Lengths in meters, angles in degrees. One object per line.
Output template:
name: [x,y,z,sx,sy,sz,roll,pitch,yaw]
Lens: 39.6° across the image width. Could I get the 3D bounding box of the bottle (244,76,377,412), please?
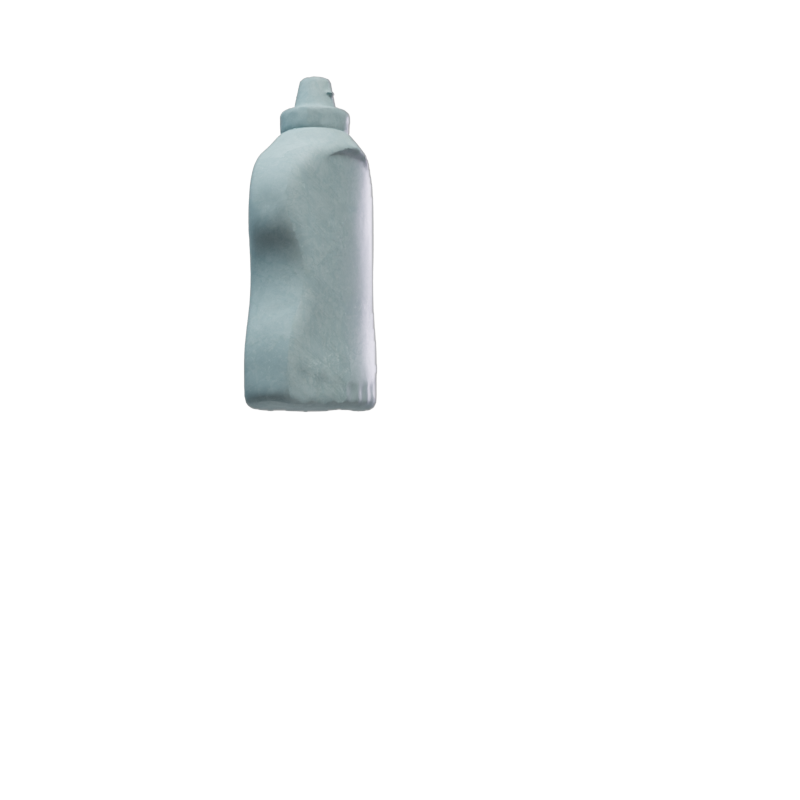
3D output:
bottle: [-0.049,-0.091,0.635,0.060,0.196,0.091,-6,-10,31]
